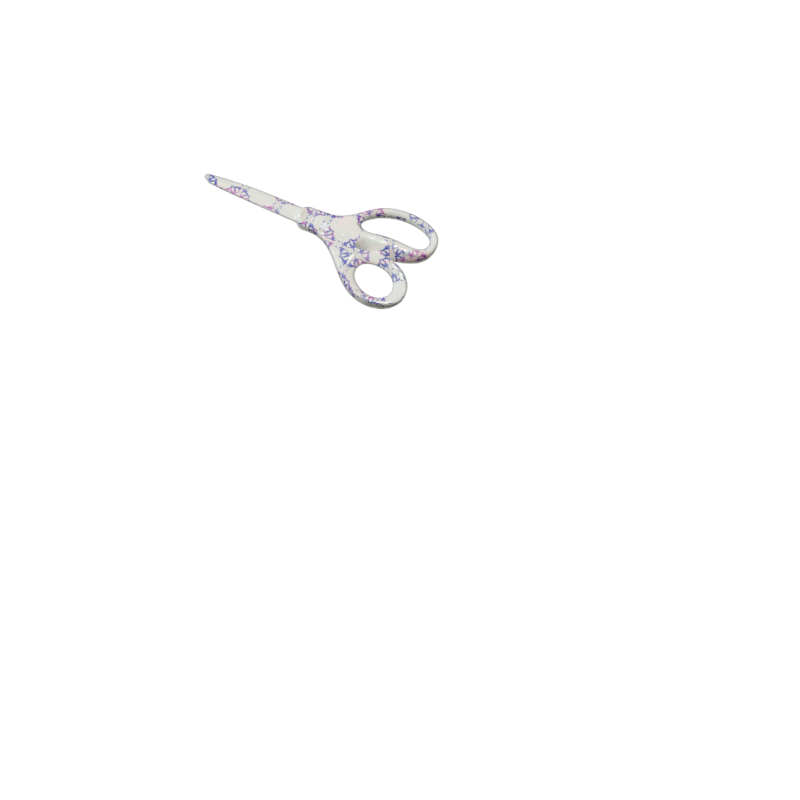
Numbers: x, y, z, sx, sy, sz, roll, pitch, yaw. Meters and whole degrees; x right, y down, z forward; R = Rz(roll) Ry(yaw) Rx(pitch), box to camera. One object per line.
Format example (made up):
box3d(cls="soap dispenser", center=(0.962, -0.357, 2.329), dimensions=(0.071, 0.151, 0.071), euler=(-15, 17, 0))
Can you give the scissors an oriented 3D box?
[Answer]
box3d(cls="scissors", center=(-0.071, -0.130, 0.910), dimensions=(0.203, 0.101, 0.015), euler=(9, -24, 4))
